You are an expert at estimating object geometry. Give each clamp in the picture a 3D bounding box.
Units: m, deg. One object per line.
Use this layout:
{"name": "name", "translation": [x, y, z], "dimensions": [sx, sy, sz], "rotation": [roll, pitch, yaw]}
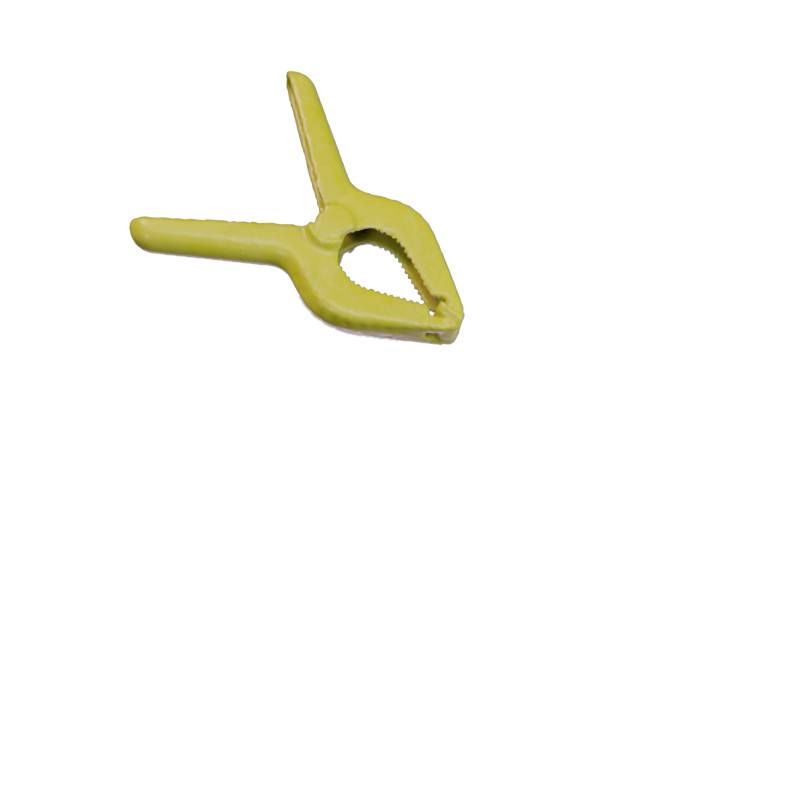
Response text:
{"name": "clamp", "translation": [-0.055, -0.100, 0.698], "dimensions": [0.166, 0.220, 0.034], "rotation": [-41, -19, -17]}
